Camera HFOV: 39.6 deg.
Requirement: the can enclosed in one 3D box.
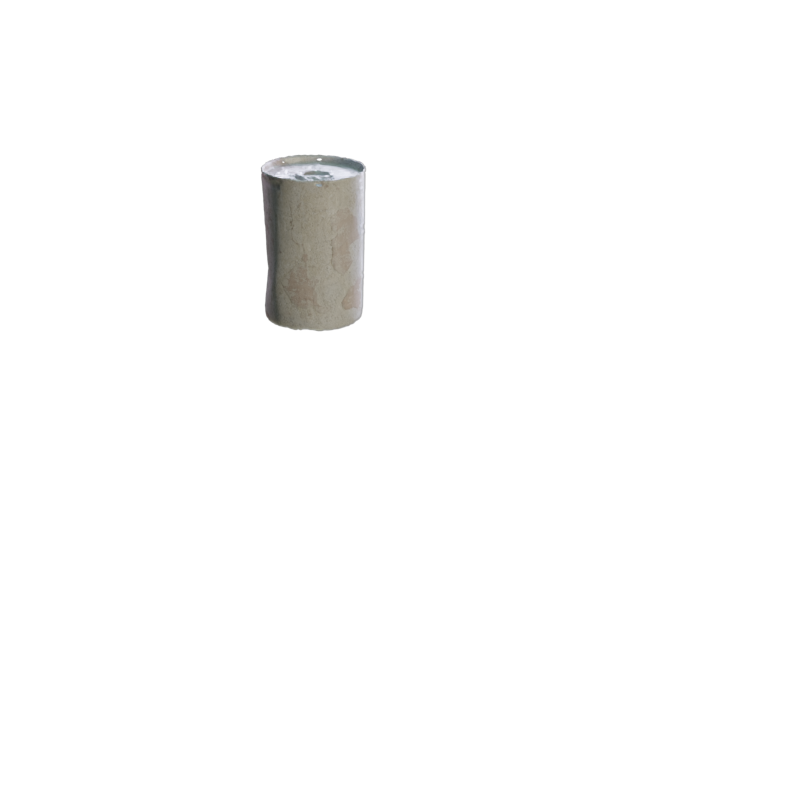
[{"bbox_3d":[-0.057,-0.104,0.729,0.068,0.098,0.072,0,21,-2],"label":"can"}]
